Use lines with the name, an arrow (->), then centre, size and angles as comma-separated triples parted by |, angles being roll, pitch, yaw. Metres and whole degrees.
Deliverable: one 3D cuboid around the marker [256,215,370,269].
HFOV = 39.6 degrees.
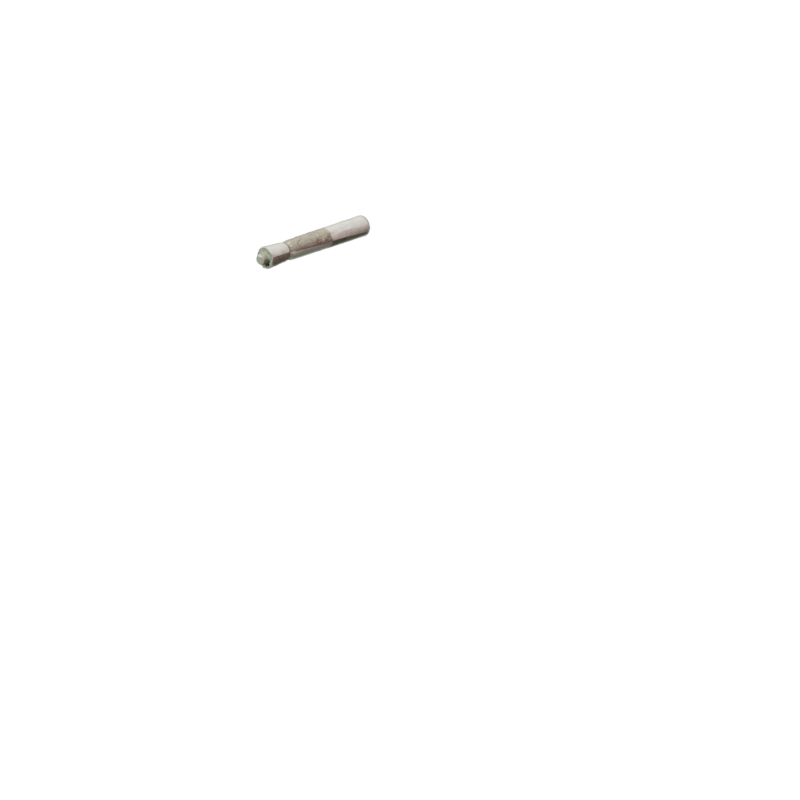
marker -> -0.073, -0.133, 0.930 | 0.021, 0.019, 0.120 | 4, 22, 44
